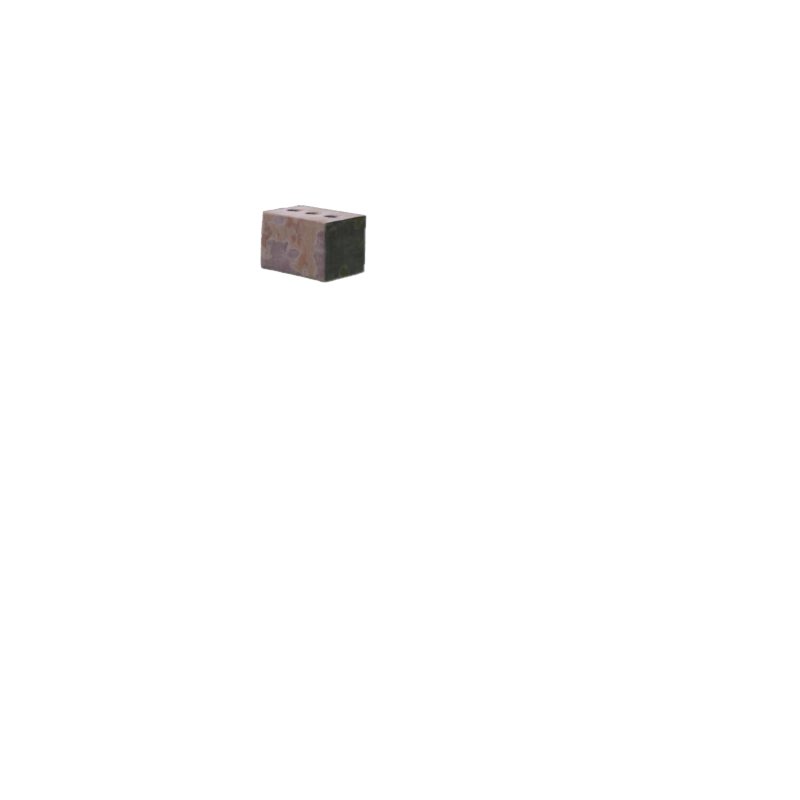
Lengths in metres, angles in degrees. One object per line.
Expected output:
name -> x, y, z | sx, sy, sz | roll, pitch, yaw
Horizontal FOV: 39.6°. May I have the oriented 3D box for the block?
block -> -0.074, -0.135, 0.945 | 0.082, 0.050, 0.052 | 15, 21, 38
